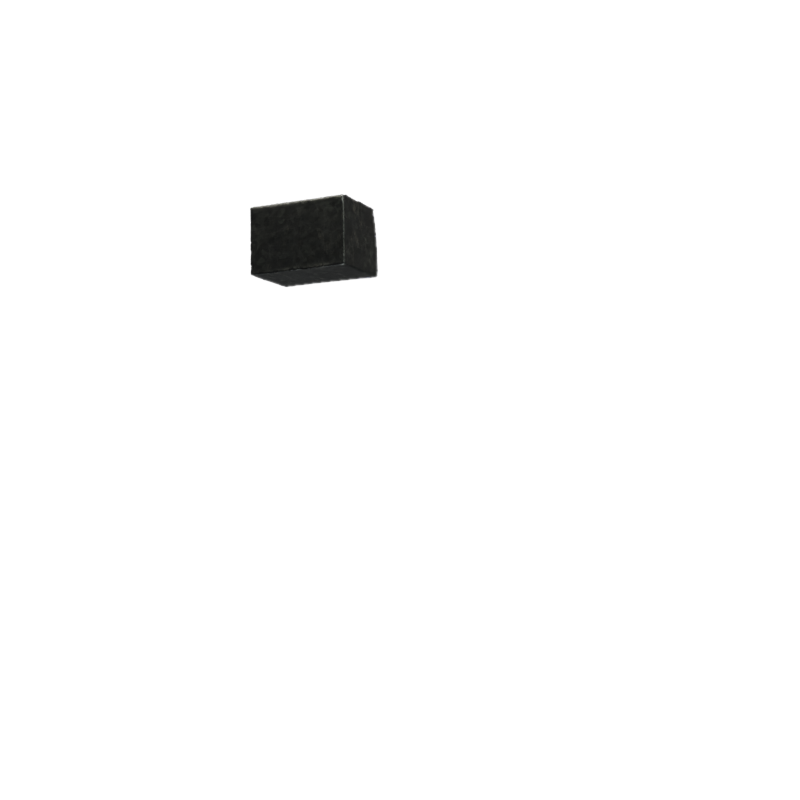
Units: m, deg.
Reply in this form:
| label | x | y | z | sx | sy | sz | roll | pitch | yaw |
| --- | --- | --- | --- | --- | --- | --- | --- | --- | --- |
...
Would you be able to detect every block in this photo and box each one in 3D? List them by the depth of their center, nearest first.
| label | x | y | z | sx | sy | sz | roll | pitch | yaw |
| --- | --- | --- | --- | --- | --- | --- | --- | --- | --- |
| block | -0.062 | -0.113 | 0.792 | 0.080 | 0.053 | 0.050 | -4 | -10 | 26 |
